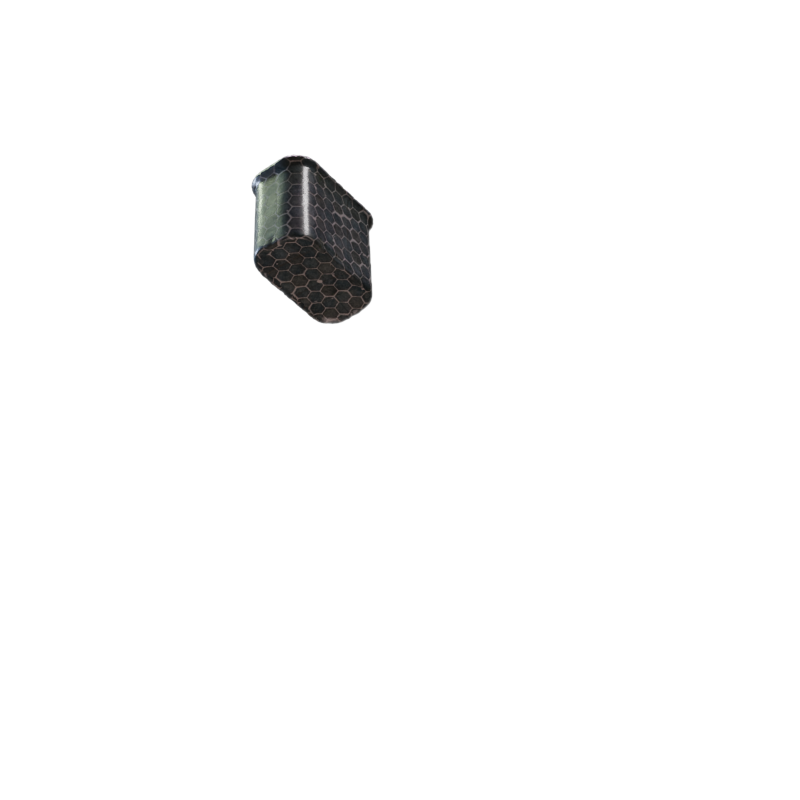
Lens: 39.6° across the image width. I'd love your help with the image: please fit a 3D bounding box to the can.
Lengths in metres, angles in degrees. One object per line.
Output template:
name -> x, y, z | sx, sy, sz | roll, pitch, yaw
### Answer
can -> -0.064, -0.117, 0.822 | 0.057, 0.090, 0.095 | -28, -48, 26
